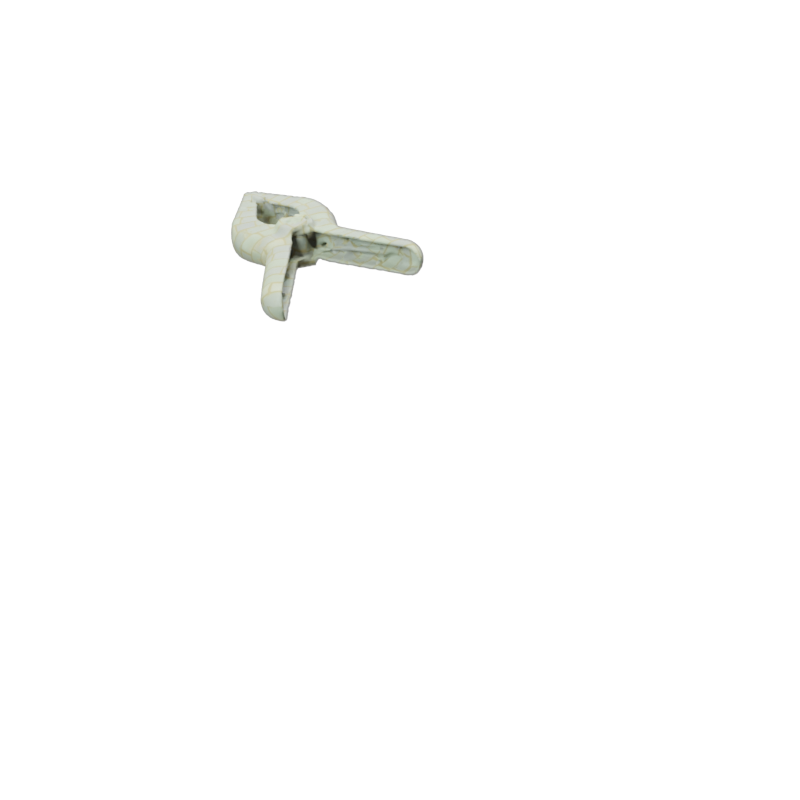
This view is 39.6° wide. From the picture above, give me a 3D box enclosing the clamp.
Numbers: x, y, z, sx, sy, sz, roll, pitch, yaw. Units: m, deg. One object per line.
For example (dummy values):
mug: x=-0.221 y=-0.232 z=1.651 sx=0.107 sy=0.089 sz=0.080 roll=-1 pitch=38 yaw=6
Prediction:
clamp: x=-0.063 y=-0.115 z=0.807 sx=0.118 sy=0.037 sz=0.185 roll=-11 pitch=35 yaw=-18
